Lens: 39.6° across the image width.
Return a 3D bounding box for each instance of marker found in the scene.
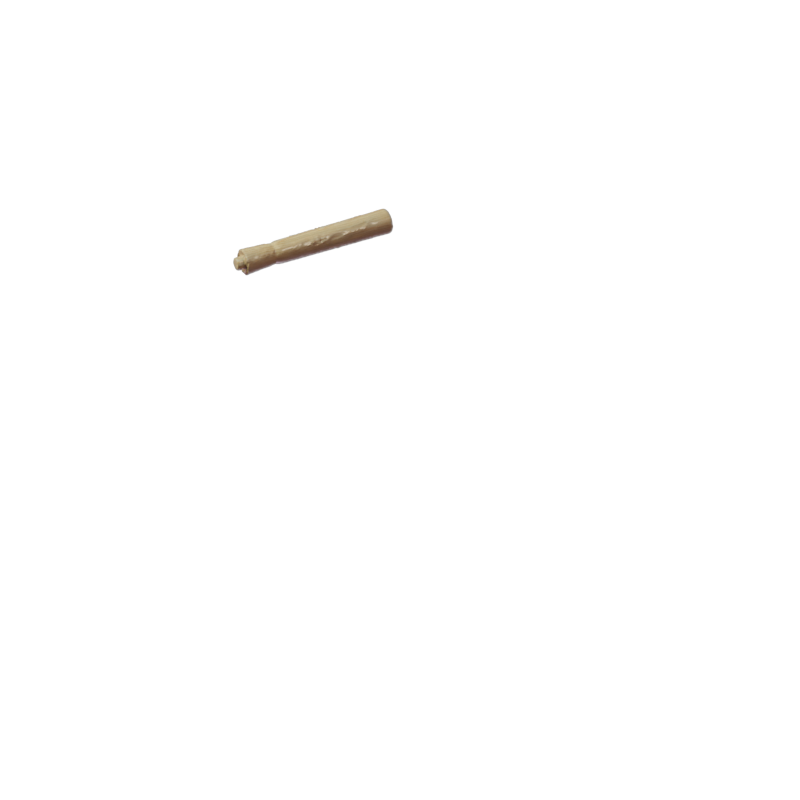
[{"bbox_3d":[-0.062,-0.112,0.787,0.120,0.019,0.020,-20,12,-22],"label":"marker"}]
